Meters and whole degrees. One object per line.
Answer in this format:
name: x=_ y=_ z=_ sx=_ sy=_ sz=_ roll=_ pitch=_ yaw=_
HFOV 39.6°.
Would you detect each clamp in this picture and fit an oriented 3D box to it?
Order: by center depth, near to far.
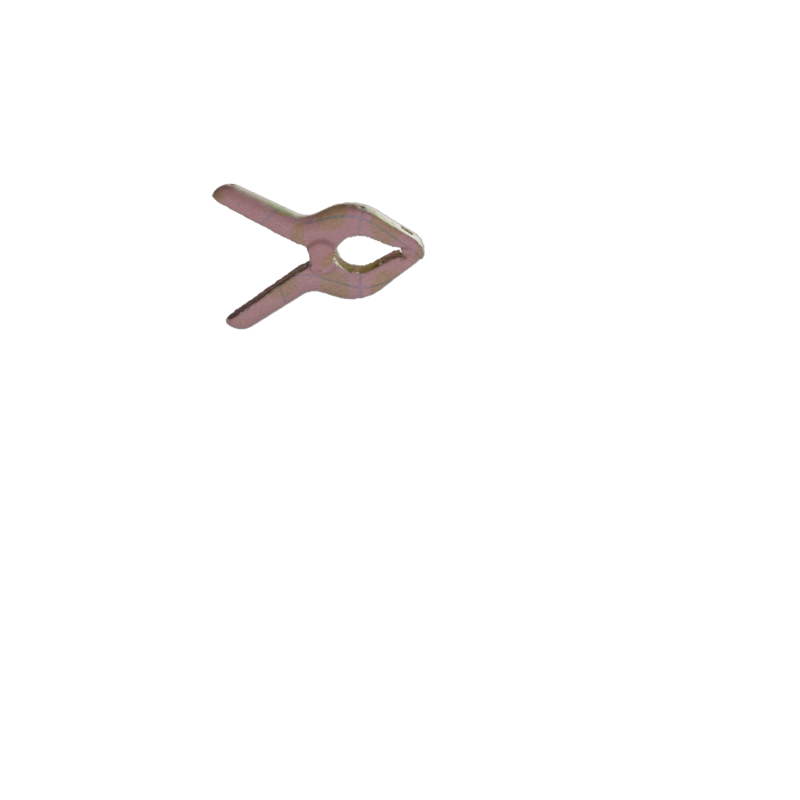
clamp: x=-0.069 y=-0.126 z=0.885 sx=0.172 sy=0.114 sz=0.041 roll=-12 pitch=23 yaw=5
